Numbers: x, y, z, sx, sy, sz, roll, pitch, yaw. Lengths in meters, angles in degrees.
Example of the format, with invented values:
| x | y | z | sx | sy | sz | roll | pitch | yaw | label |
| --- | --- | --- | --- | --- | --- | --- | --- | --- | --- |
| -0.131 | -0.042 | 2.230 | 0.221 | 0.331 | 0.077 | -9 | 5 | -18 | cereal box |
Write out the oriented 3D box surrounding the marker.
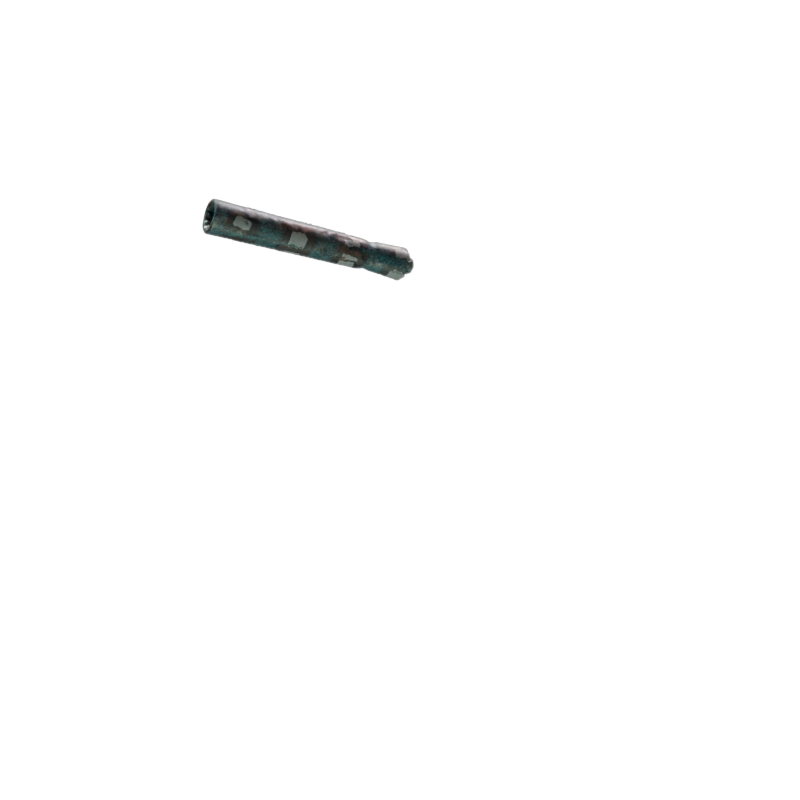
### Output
| x | y | z | sx | sy | sz | roll | pitch | yaw | label |
| --- | --- | --- | --- | --- | --- | --- | --- | --- | --- |
| -0.047 | -0.085 | 0.596 | 0.116 | 0.020 | 0.020 | 11 | -1 | -24 | marker |
